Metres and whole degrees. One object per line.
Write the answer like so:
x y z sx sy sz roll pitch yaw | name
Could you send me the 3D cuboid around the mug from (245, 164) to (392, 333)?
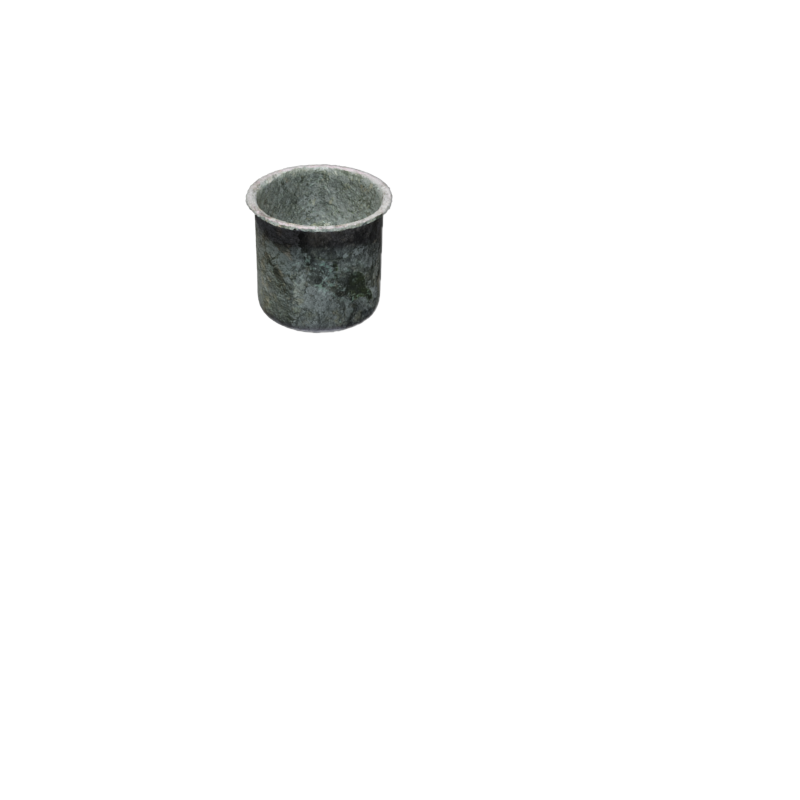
-0.057 -0.104 0.730 0.092 0.077 0.126 -11 35 -17 | mug
